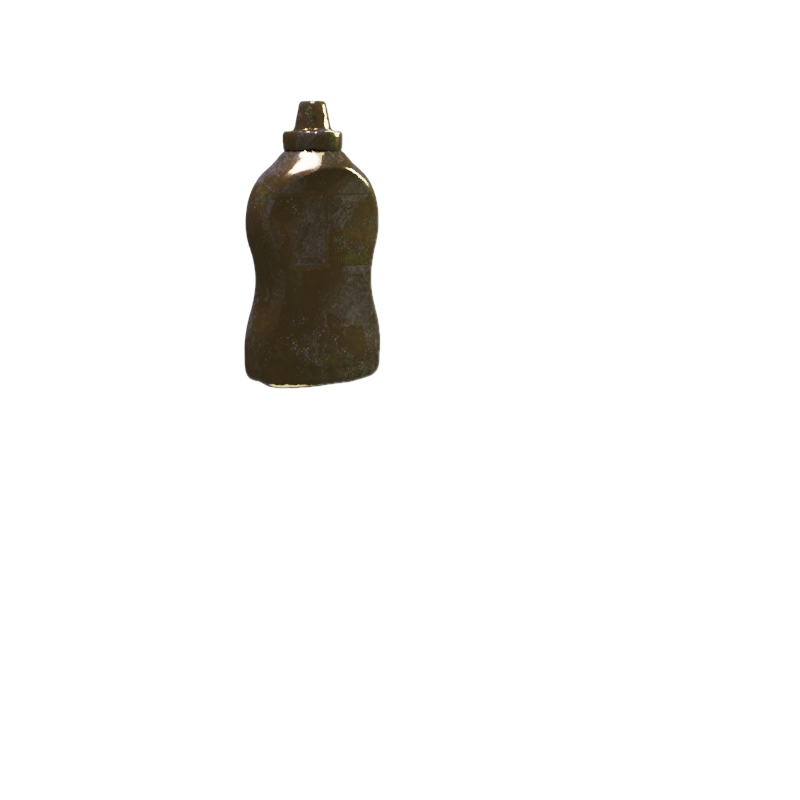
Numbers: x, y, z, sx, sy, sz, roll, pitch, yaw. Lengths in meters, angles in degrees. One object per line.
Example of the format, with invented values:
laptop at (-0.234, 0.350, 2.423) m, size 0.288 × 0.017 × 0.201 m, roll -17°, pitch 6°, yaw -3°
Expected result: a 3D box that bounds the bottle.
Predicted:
bottle at (-0.060, -0.109, 0.762) m, size 0.093 × 0.189 × 0.061 m, roll -4°, pitch 8°, yaw -31°
